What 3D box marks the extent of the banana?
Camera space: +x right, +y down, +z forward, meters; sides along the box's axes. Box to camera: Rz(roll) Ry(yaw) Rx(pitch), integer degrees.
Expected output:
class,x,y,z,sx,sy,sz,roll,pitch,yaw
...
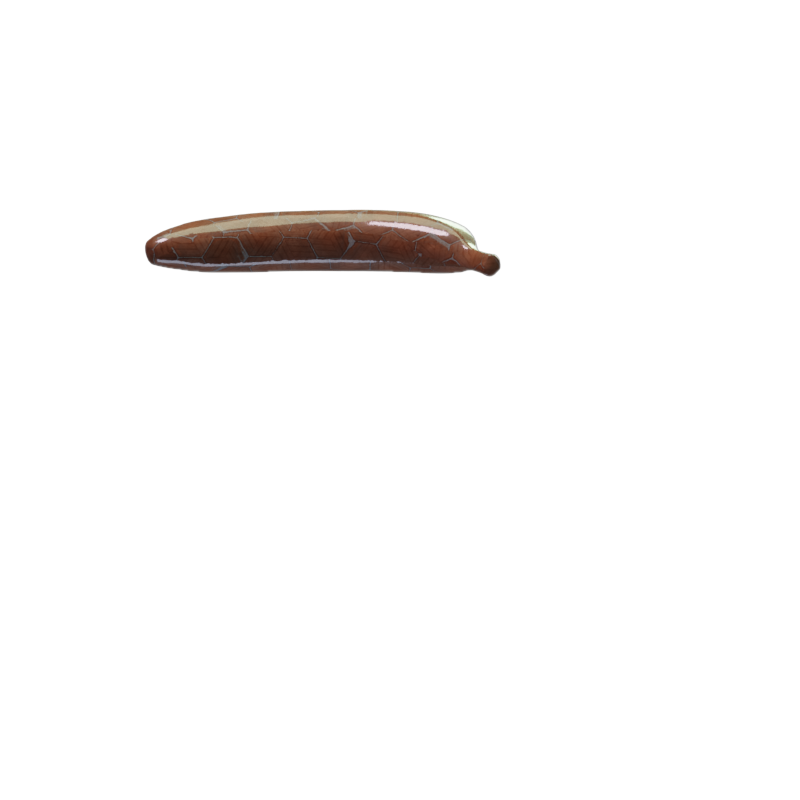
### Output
class,x,y,z,sx,sy,sz,roll,pitch,yaw
banana,-0.043,-0.091,0.636,0.200,0.036,0.069,1,7,8
